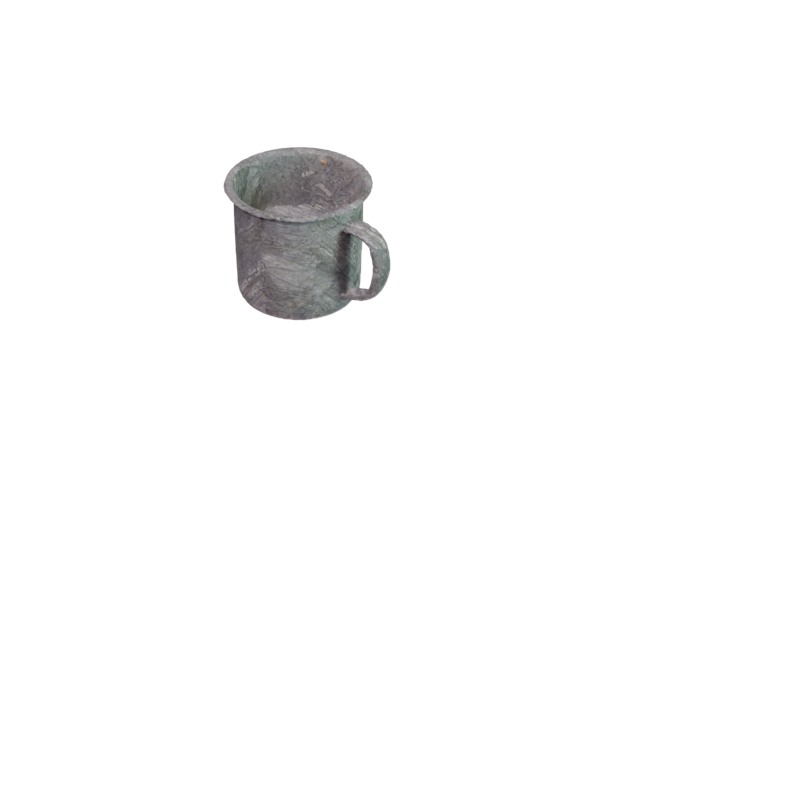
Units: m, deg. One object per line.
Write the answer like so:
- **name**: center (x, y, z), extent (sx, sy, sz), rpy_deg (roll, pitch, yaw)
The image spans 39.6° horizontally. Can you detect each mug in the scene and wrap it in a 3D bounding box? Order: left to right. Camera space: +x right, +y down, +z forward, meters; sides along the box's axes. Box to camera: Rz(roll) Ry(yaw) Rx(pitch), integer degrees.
- **mug**: center (-0.055, -0.101, 0.708), extent (0.124, 0.076, 0.094), rpy_deg (24, 42, 28)
